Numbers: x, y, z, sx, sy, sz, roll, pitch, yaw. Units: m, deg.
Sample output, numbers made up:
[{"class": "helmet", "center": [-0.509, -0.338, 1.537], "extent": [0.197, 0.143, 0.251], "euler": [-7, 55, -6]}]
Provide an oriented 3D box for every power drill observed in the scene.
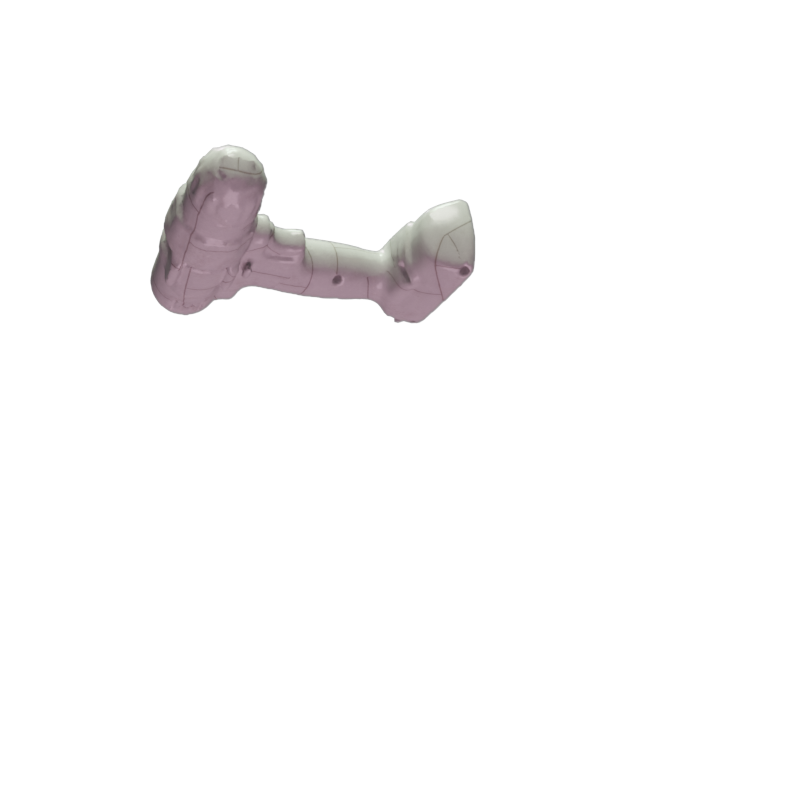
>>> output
[{"class": "power drill", "center": [-0.054, -0.098, 0.685], "extent": [0.183, 0.060, 0.181], "euler": [5, -17, -17]}]
